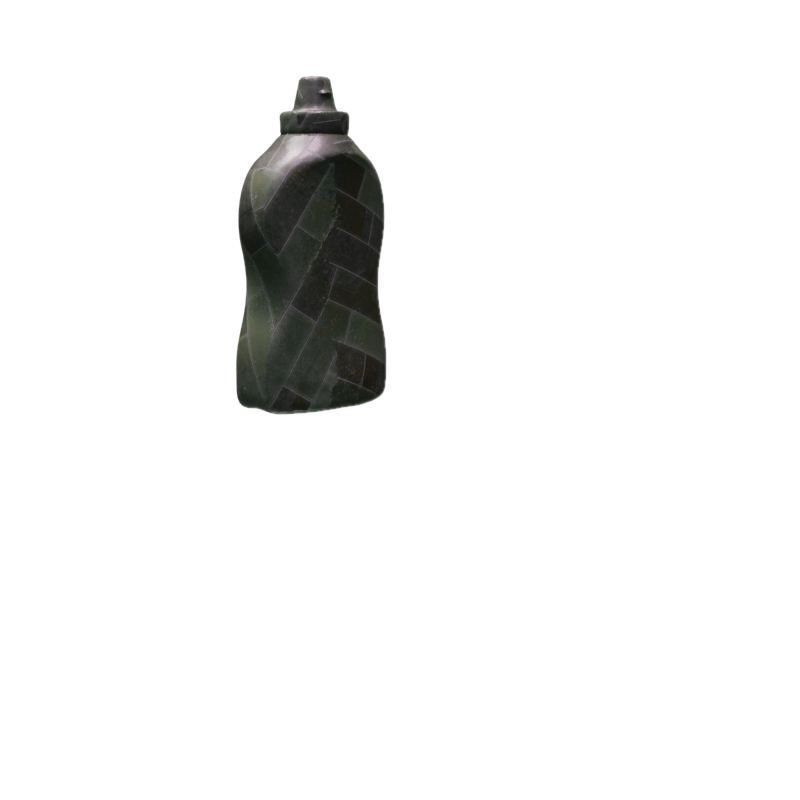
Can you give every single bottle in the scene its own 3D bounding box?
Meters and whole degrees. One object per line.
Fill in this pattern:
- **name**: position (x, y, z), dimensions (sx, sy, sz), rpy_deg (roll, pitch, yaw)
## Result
- **bottle**: position (-0.051, -0.093, 0.651), dimensions (0.093, 0.190, 0.061), rpy_deg (-3, 4, -42)
